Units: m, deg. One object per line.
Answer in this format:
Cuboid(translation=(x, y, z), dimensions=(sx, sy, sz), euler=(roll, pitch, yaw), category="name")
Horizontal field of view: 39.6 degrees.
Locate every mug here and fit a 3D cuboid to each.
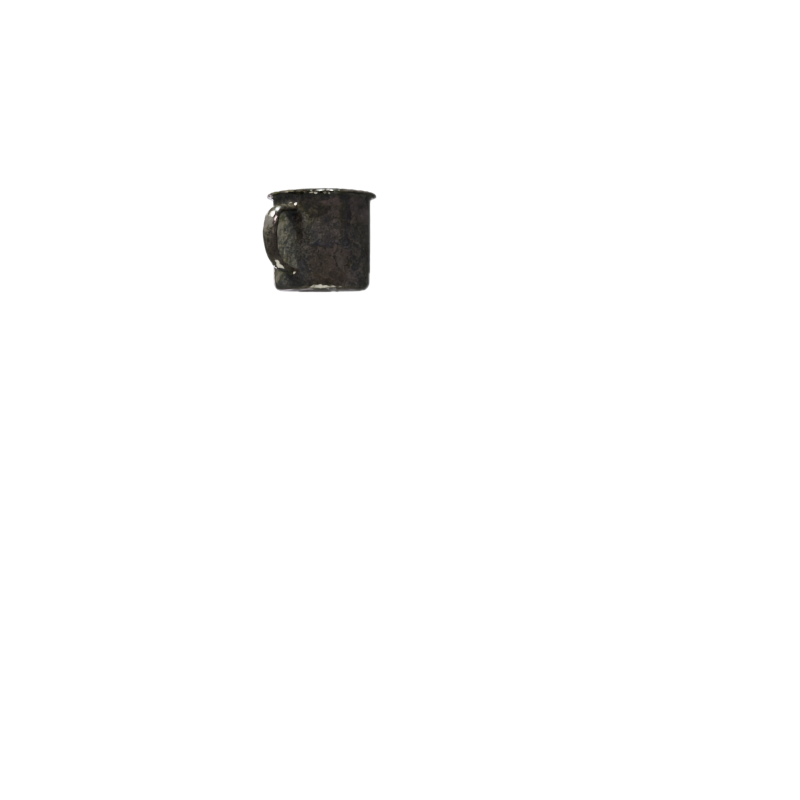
Cuboid(translation=(-0.073, -0.133, 0.930), dimensions=(0.096, 0.082, 0.113), euler=(0, 0, 33), category="mug")
